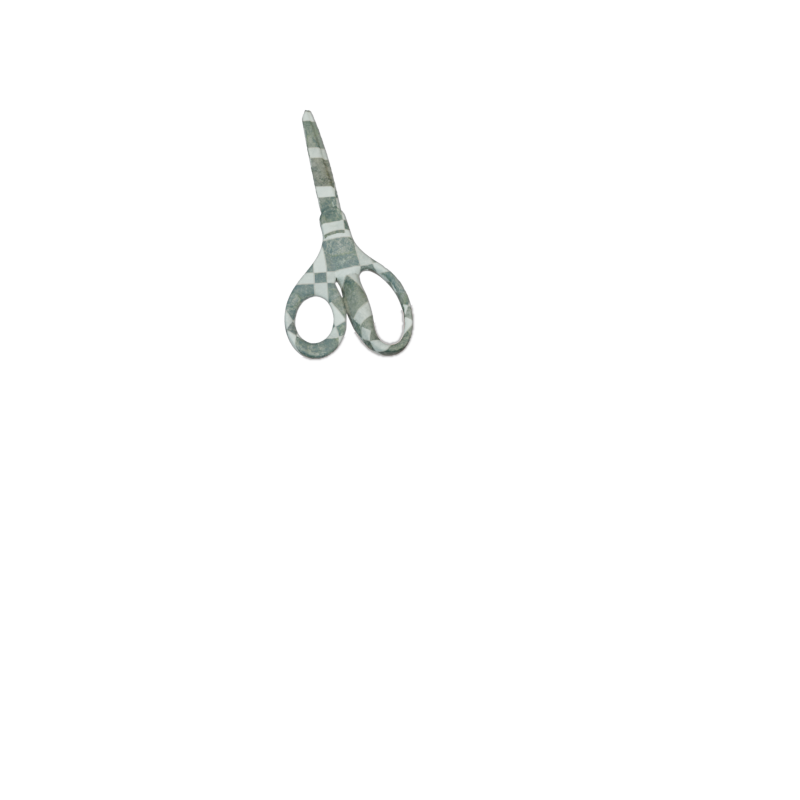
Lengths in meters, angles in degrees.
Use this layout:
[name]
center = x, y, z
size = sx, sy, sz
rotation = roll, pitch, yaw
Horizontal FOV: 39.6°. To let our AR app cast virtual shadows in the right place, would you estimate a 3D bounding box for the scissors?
[scissors]
center = -0.062, -0.112, 0.786
size = 0.096, 0.214, 0.015
rotation = -25, -23, -11
